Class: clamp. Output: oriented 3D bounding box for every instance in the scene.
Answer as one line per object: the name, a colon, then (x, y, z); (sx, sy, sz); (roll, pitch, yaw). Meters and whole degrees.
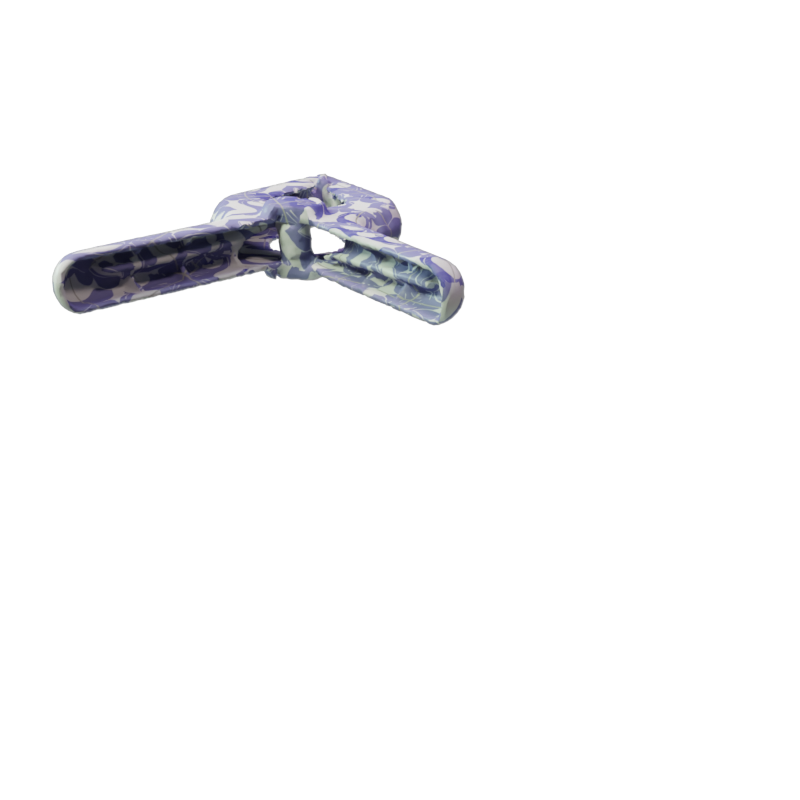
clamp: (-0.040, -0.074, 0.516); (0.168, 0.035, 0.214); (5, 21, 13)
